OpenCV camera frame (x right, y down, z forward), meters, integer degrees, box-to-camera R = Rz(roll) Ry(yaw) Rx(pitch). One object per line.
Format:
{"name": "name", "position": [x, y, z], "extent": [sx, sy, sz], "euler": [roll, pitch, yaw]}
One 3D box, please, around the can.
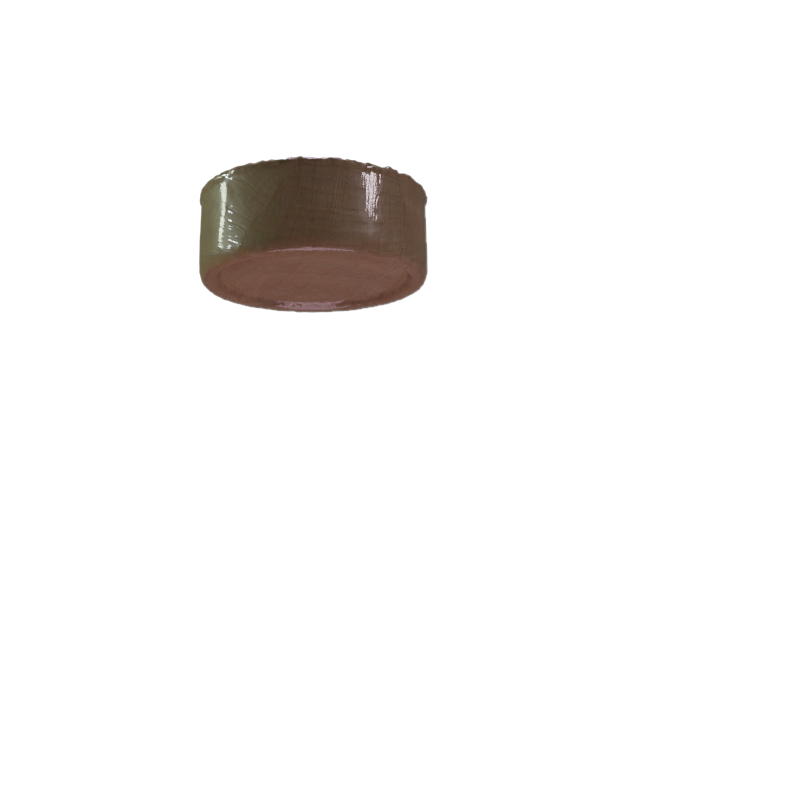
{"name": "can", "position": [-0.032, -0.059, 0.414], "extent": [0.086, 0.035, 0.083], "euler": [0, -12, -2]}
